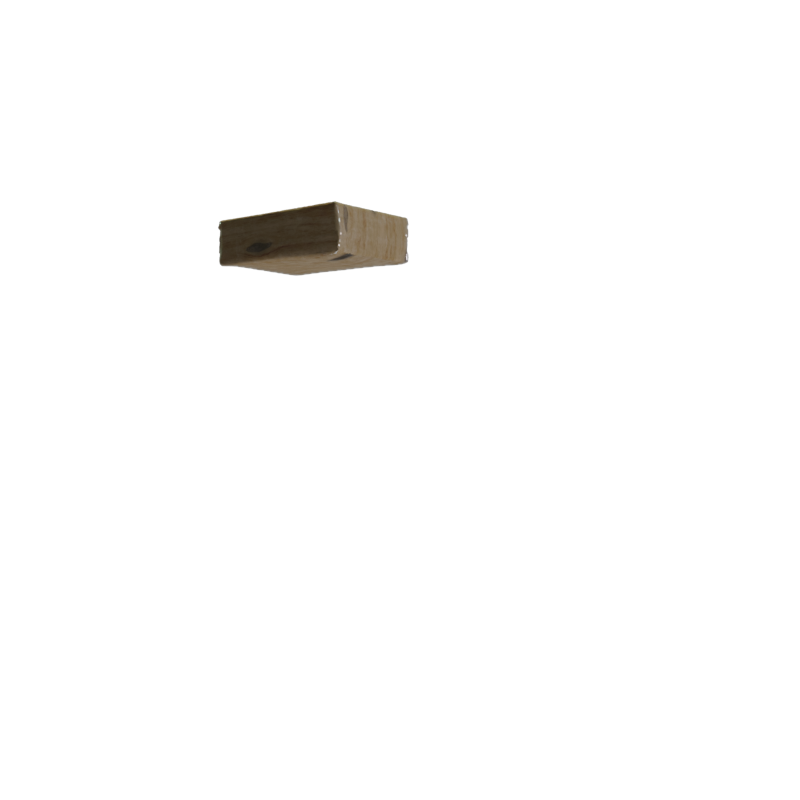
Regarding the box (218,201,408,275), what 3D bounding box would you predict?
[{"bbox_3d":[-0.064,-0.117,0.818,0.117,0.039,0.086,0,0,37],"label":"box"}]
